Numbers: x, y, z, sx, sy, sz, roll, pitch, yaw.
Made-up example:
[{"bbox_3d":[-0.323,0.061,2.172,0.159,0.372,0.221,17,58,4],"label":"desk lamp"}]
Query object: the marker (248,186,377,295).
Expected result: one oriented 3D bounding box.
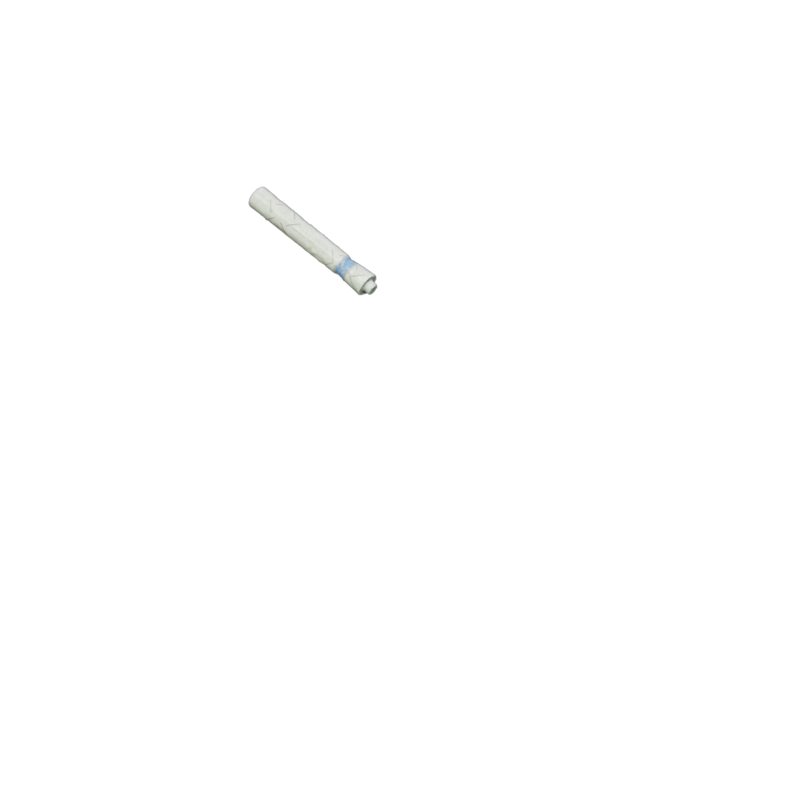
[{"bbox_3d":[-0.064,-0.117,0.820,0.128,0.019,0.019,40,20,22],"label":"marker"}]
